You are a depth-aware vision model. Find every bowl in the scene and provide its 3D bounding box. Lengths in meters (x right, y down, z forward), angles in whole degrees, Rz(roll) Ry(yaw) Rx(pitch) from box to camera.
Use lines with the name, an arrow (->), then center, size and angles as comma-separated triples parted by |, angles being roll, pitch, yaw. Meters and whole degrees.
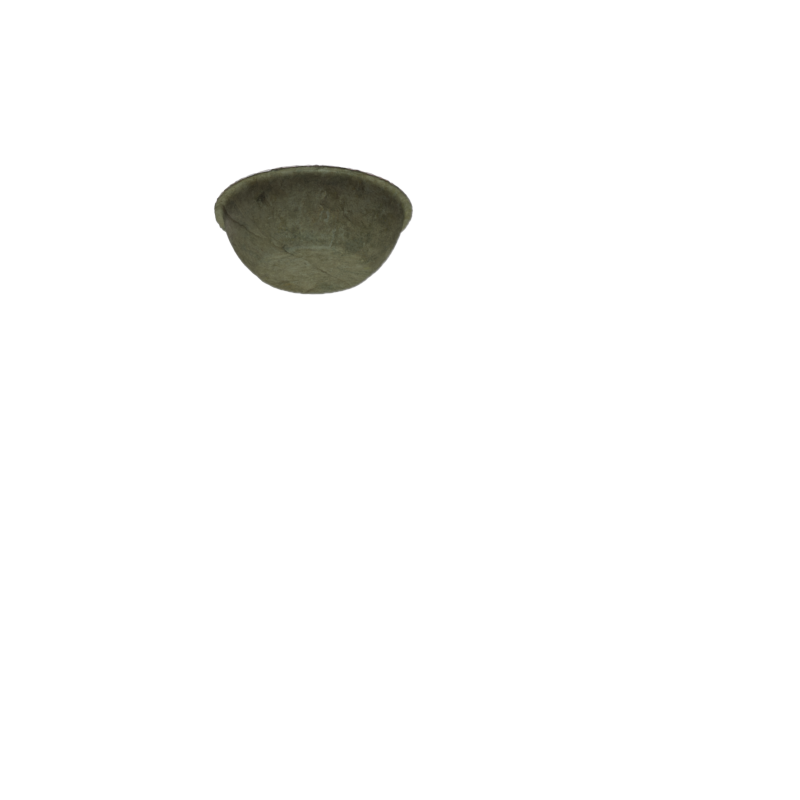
bowl -> -0.070, -0.127, 0.890 | 0.162, 0.058, 0.154 | 0, -20, -2
